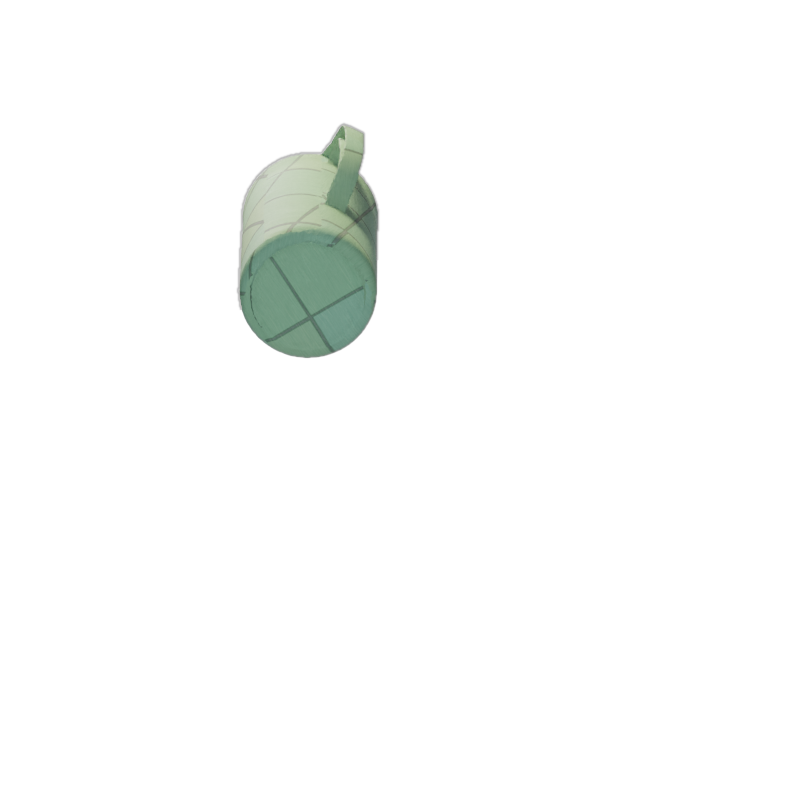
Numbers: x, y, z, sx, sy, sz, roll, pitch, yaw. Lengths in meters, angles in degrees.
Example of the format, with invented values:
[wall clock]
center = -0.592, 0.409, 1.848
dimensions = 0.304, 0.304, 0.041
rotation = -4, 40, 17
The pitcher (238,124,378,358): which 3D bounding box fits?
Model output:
[pitcher]
center = -0.076, -0.138, 0.965
dimensions = 0.145, 0.142, 0.254
rotation = -20, 21, 4
